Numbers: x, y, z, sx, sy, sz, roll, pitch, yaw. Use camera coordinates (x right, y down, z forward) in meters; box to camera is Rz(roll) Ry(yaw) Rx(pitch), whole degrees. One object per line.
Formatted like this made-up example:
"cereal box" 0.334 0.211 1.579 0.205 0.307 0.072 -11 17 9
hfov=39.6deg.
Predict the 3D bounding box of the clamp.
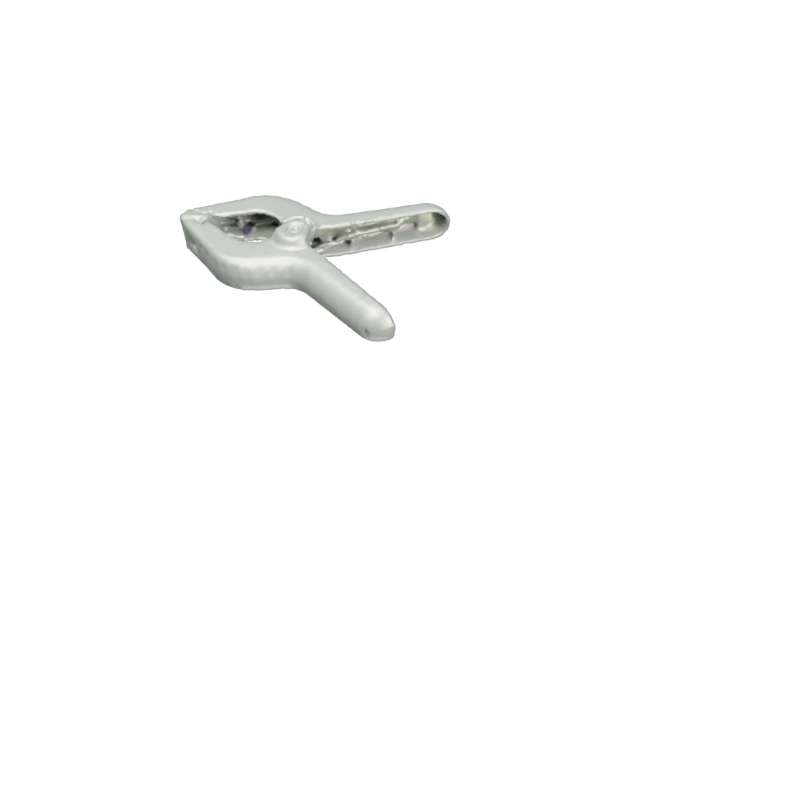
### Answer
"clamp" -0.055 -0.101 0.708 0.179 0.037 0.123 20 43 23
